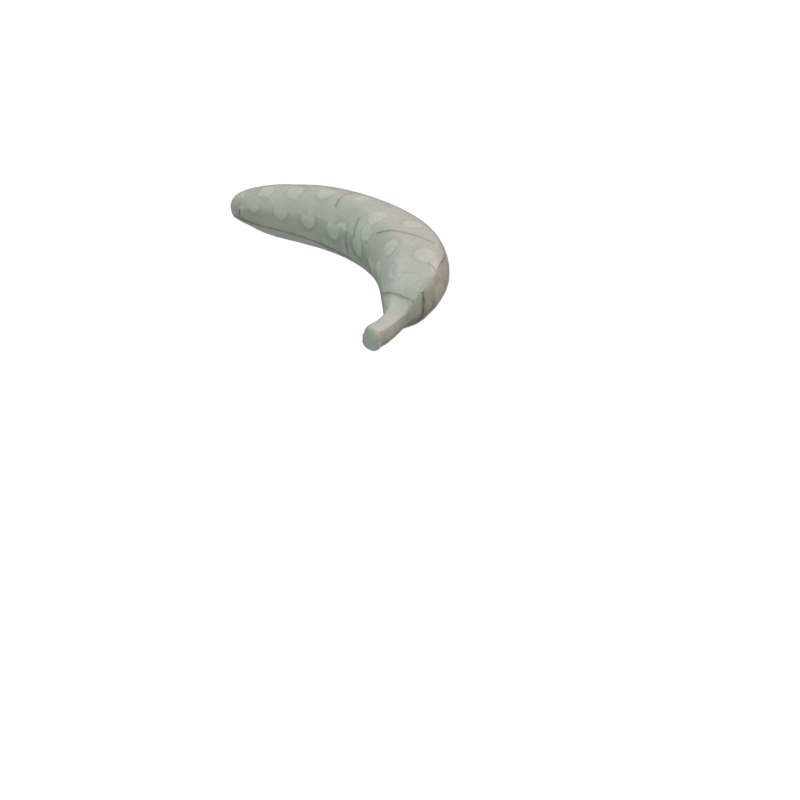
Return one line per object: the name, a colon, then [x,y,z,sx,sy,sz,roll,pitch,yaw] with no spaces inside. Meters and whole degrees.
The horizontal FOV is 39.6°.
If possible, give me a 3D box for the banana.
banana: [-0.027,-0.083,0.577,0.068,0.035,0.212,-11,28,-22]
